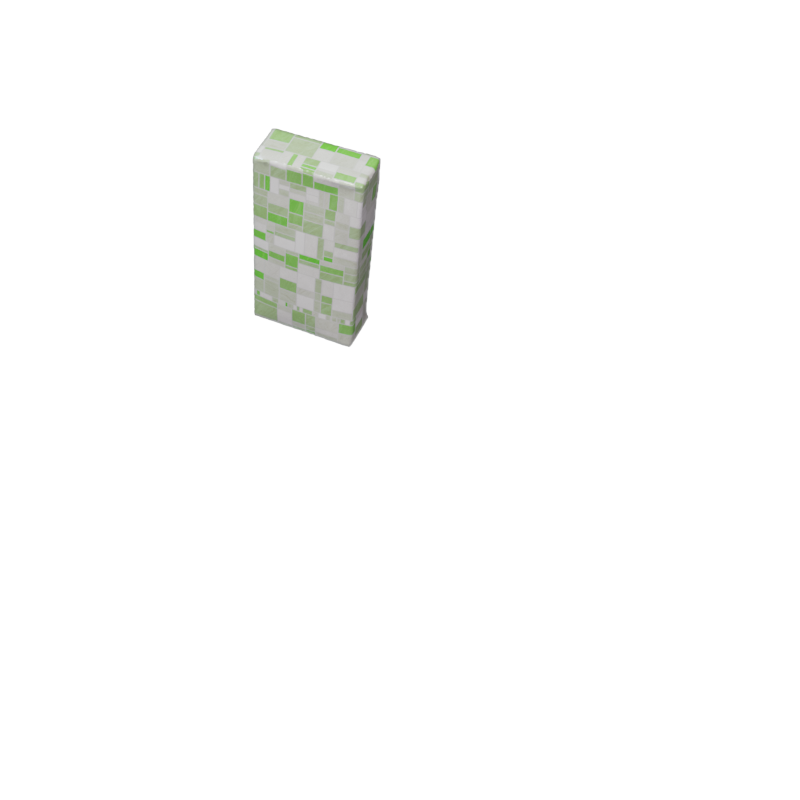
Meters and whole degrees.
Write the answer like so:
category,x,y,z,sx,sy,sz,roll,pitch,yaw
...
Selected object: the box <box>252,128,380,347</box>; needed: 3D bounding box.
category,x,y,z,sx,sy,sz,roll,pitch,yaw
box,-0.070,-0.127,0.891,0.096,0.050,0.164,19,-40,13
